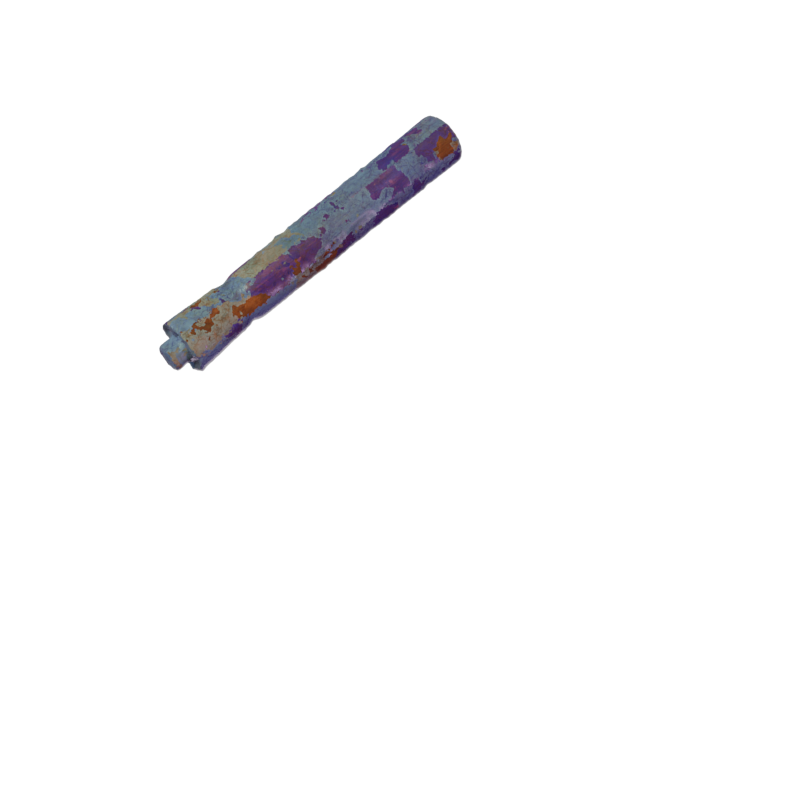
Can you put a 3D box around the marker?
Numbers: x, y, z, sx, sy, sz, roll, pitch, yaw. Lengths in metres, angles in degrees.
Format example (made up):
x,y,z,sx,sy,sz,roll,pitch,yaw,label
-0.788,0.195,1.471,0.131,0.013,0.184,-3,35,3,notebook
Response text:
x,y,z,sx,sy,sz,roll,pitch,yaw,label
-0.028,-0.051,0.356,0.122,0.019,0.020,-42,21,-20,marker
